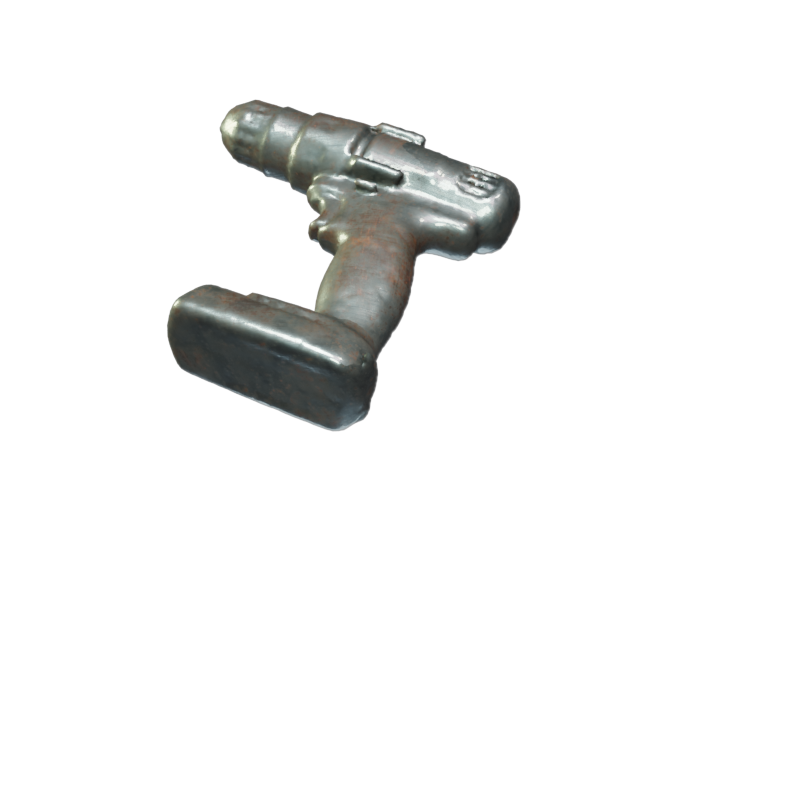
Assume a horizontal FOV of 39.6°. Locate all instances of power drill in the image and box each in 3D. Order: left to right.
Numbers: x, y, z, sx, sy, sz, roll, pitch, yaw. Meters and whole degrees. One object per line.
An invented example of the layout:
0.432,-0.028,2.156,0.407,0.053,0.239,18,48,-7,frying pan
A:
-0.047,-0.085,0.598,0.191,0.195,0.053,19,-39,16,power drill
